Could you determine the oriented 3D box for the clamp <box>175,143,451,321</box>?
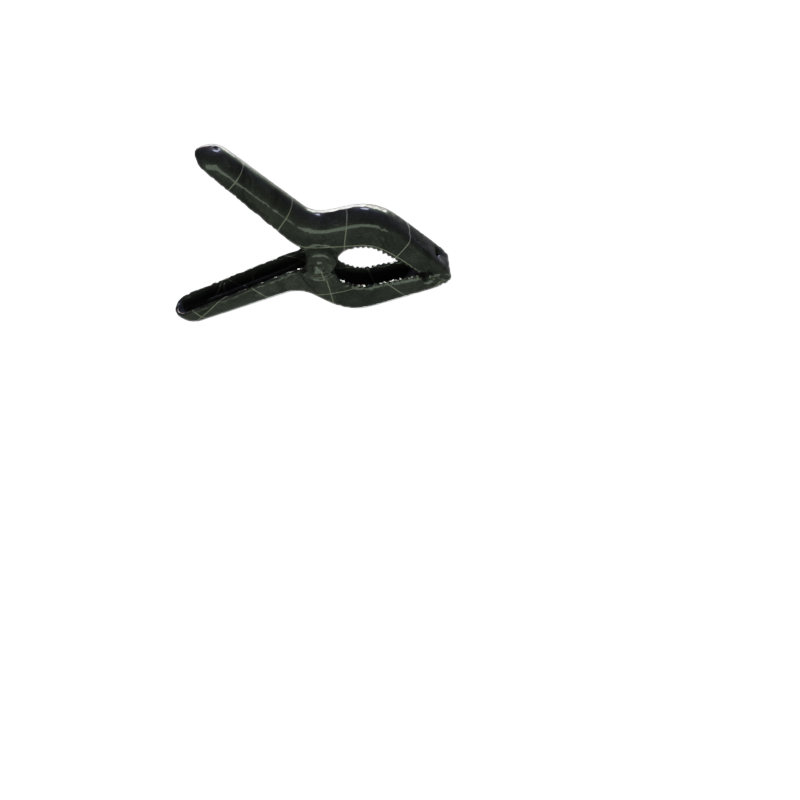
[{"bbox_3d":[-0.065,-0.118,0.828,0.209,0.039,0.154,3,-45,-3],"label":"clamp"}]
